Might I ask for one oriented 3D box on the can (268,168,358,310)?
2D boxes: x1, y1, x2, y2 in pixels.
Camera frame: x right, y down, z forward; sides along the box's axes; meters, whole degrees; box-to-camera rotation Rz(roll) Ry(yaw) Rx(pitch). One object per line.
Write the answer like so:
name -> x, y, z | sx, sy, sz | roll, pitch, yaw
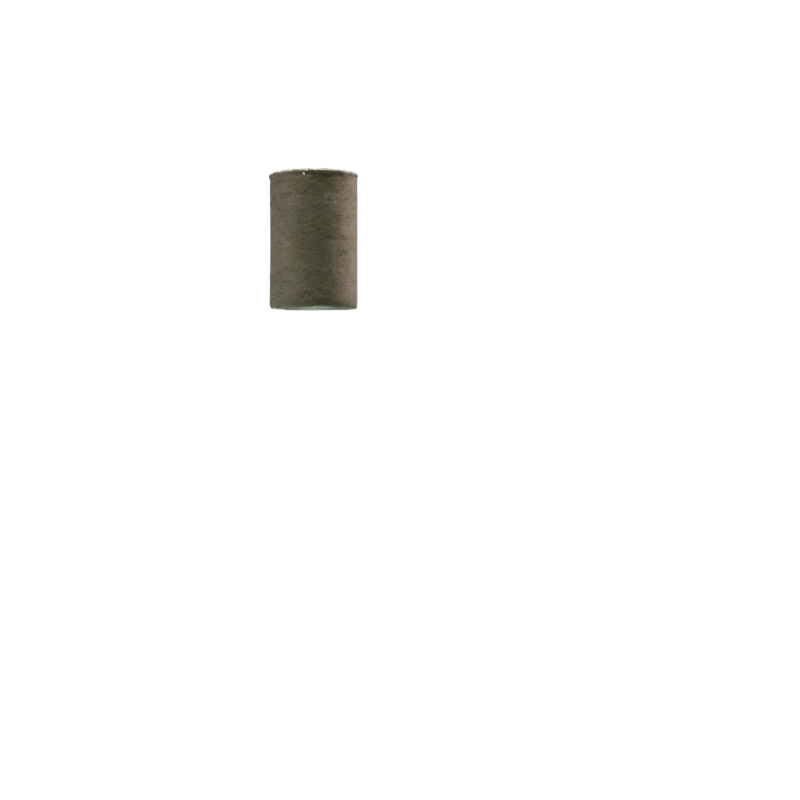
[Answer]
can -> -0.066, -0.120, 0.837 | 0.068, 0.103, 0.068 | 0, -3, -2
